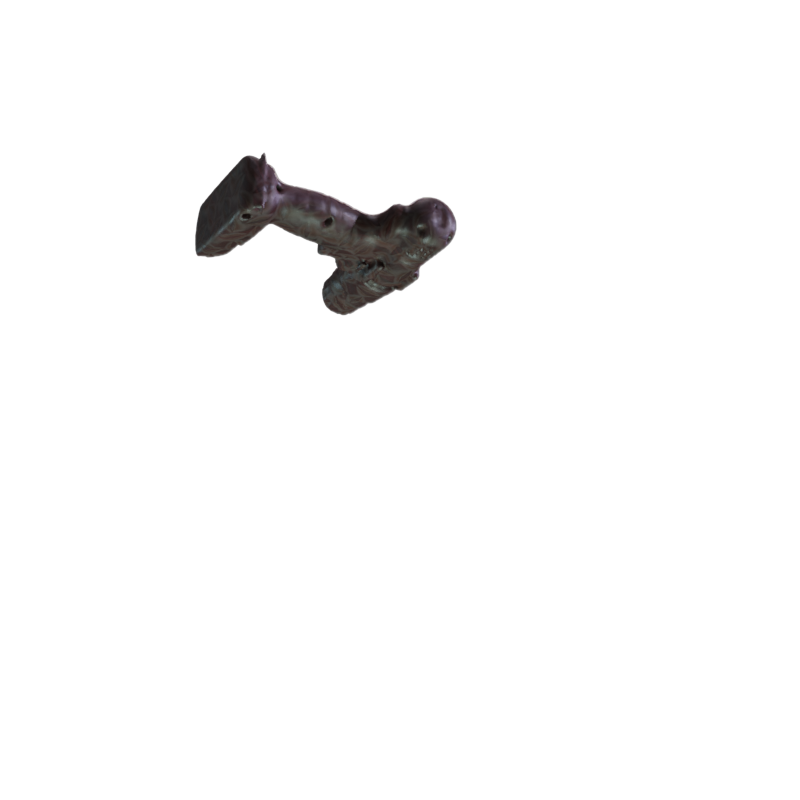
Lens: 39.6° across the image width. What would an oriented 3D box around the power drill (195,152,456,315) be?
[{"bbox_3d":[-0.073,-0.133,0.934,0.180,0.061,0.182,13,-27,-27],"label":"power drill"}]
